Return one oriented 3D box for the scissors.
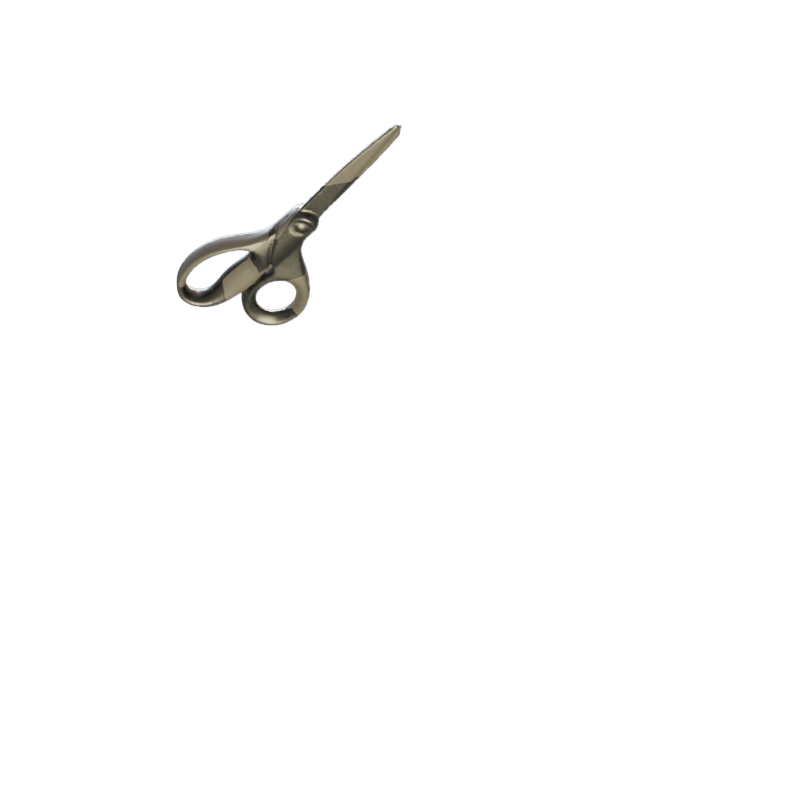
[{"bbox_3d":[-0.055,-0.100,0.702,0.202,0.017,0.089,-24,-43,29],"label":"scissors"}]
